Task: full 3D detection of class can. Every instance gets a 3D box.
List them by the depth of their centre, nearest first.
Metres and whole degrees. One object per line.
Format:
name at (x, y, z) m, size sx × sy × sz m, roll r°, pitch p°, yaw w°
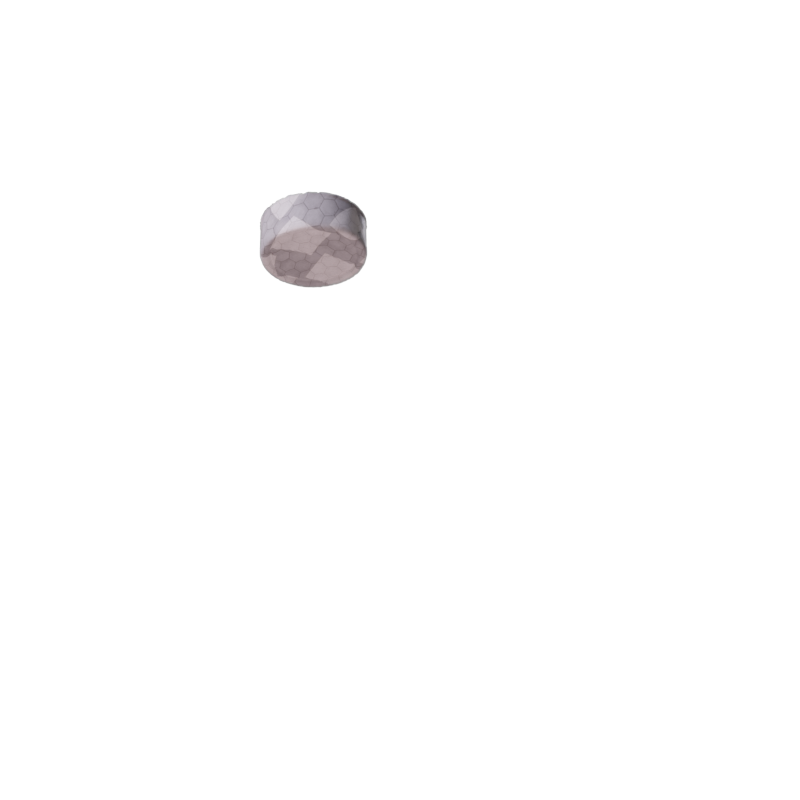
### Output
can at (-0.069, -0.125, 0.878) m, size 0.086 × 0.036 × 0.080 m, roll 1°, pitch -31°, yaw -2°
